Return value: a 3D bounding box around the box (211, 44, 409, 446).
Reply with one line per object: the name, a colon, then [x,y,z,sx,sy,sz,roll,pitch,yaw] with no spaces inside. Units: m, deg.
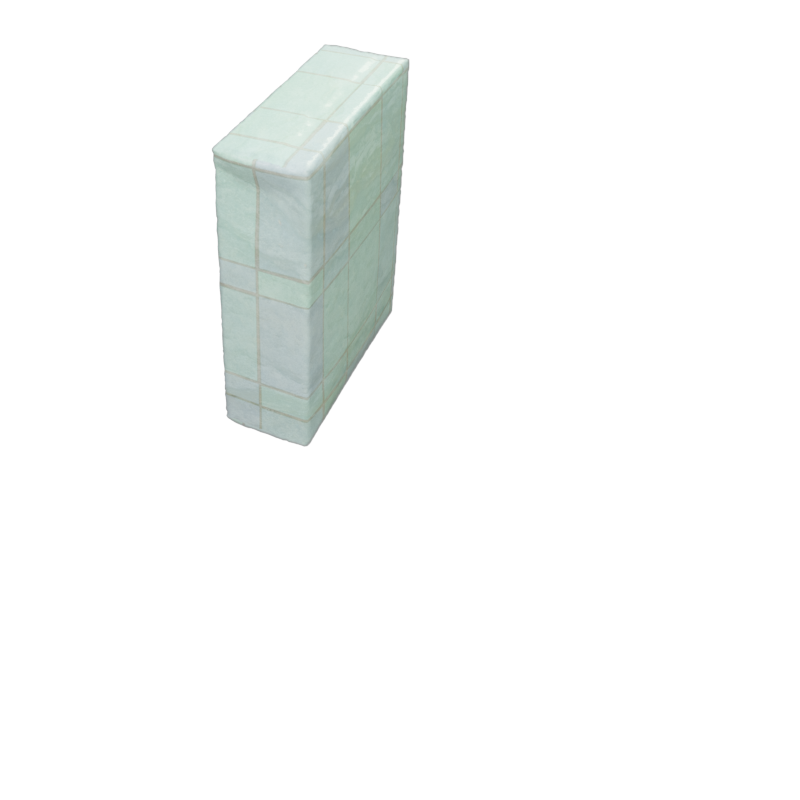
box: [-0.058,-0.106,0.739,0.074,0.200,0.170,14,40,15]
